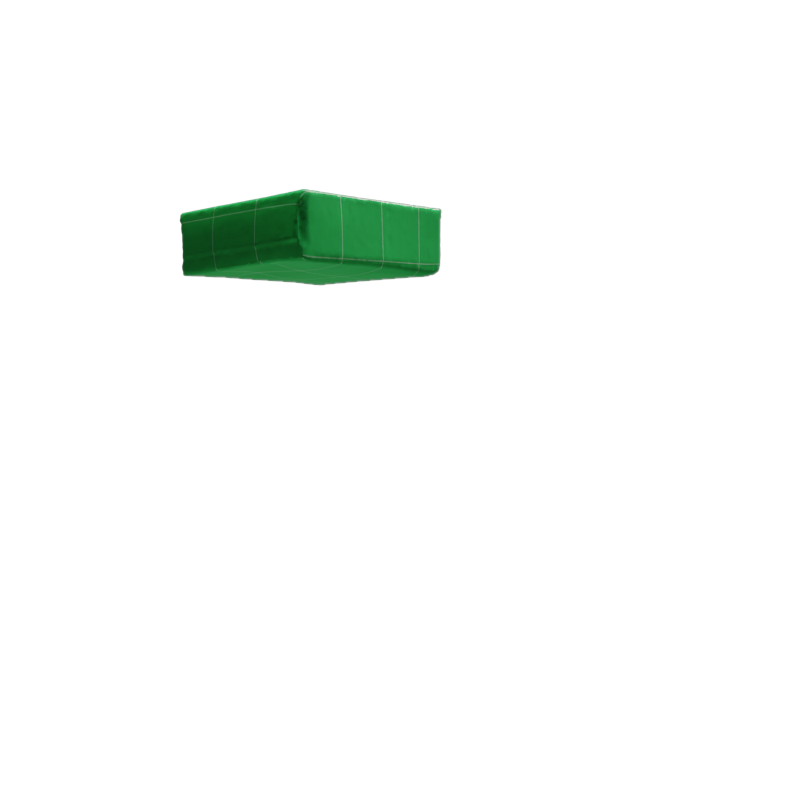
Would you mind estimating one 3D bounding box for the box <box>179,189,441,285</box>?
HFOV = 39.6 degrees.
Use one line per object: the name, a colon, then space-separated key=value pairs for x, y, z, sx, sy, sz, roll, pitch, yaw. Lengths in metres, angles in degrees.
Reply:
box: x=-0.046 y=-0.084 z=0.586 sx=0.093 sy=0.039 sz=0.108 roll=-1 pitch=-1 yaw=41
